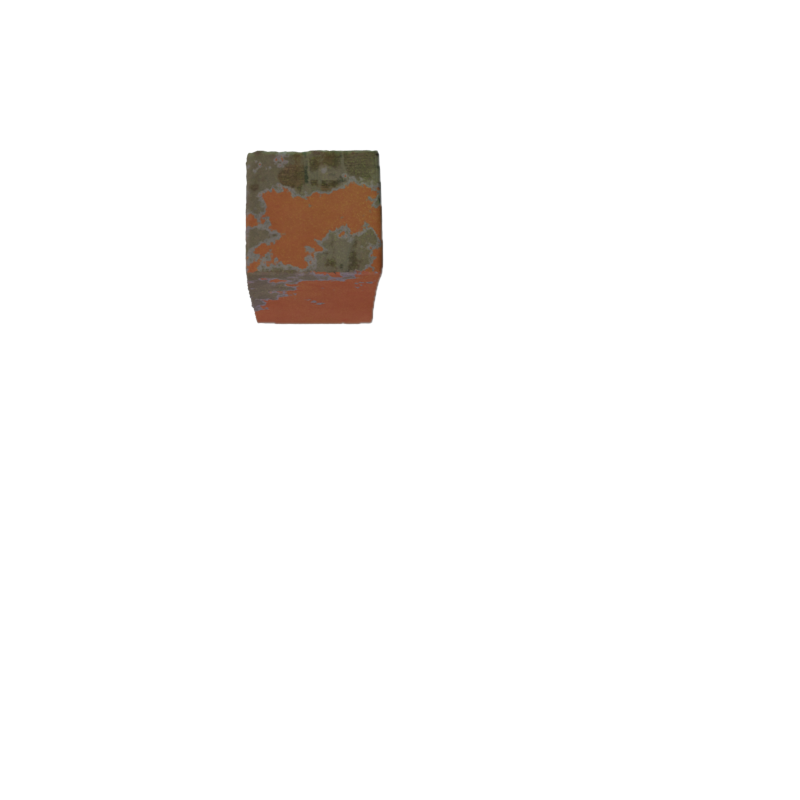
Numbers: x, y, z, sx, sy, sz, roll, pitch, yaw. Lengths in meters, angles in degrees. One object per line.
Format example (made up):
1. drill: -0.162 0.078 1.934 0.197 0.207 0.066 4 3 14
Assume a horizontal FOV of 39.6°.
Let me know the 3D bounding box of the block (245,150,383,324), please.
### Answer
1. block: -0.036 -0.065 0.455 0.053 0.053 0.075 0 -13 -3
